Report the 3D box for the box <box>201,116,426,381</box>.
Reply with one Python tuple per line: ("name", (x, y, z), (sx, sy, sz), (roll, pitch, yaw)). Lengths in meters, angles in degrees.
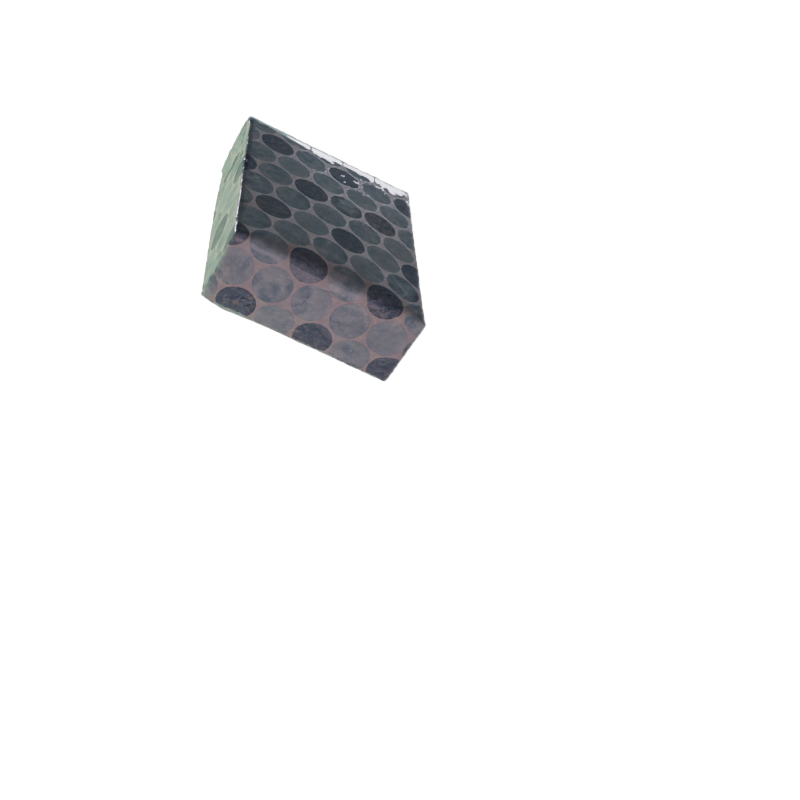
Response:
("box", (-0.071, -0.130, 0.913), (0.159, 0.070, 0.228), (23, 31, -18))
